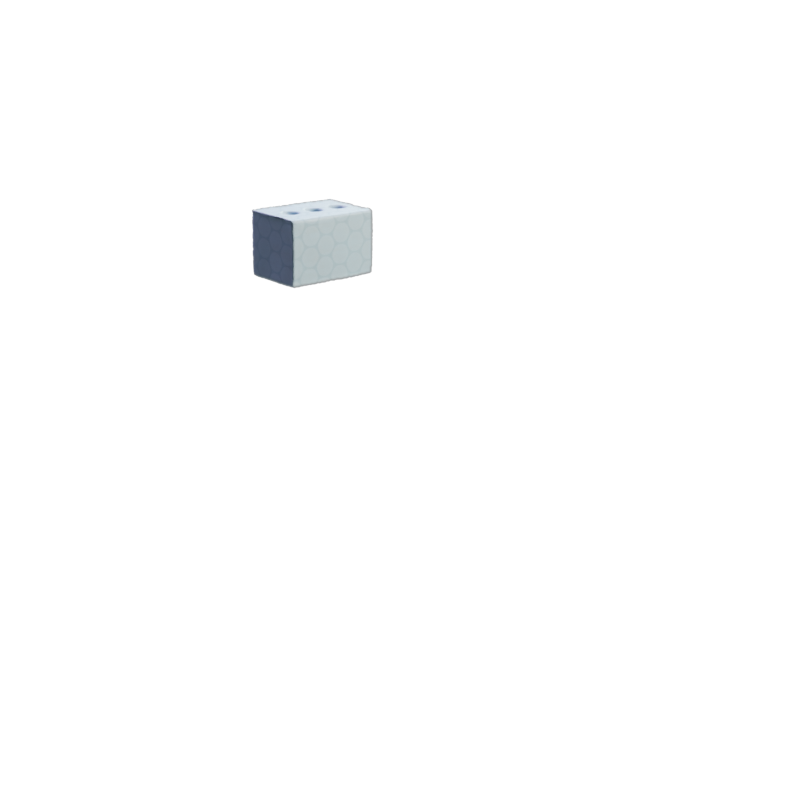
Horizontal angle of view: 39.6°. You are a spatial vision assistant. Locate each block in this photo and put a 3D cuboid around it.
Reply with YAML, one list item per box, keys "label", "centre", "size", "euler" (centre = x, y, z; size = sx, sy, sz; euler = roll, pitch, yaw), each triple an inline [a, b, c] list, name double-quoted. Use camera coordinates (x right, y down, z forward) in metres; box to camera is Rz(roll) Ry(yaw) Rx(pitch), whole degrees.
- label: "block"
  centre: [-0.065, -0.119, 0.835]
  size: [0.076, 0.049, 0.056]
  euler: [-14, 22, -38]
